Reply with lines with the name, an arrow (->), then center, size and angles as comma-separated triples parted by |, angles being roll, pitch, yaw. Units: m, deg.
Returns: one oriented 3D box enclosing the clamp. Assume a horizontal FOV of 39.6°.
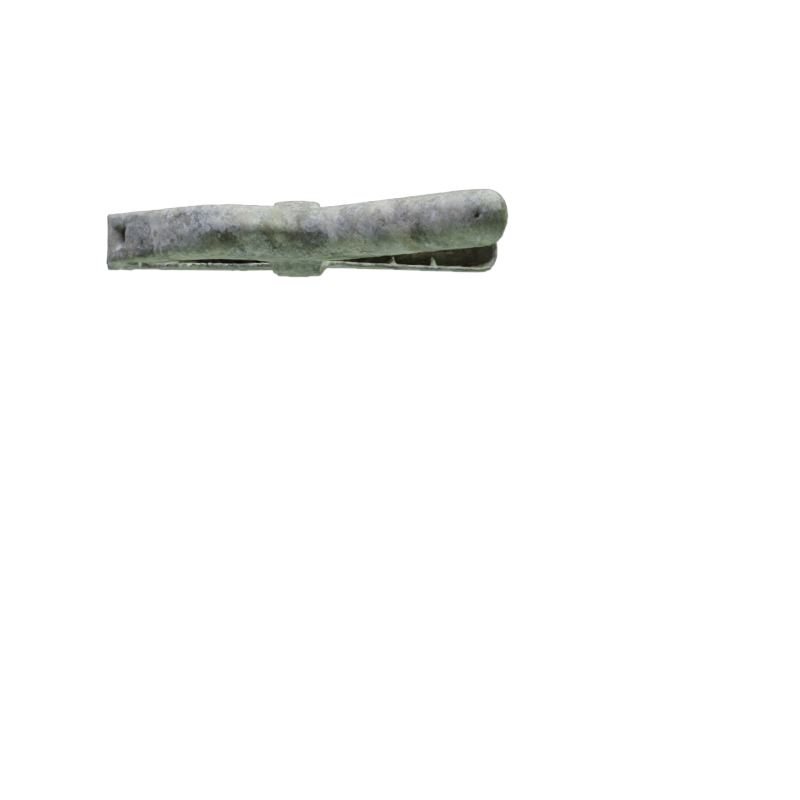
clamp -> -0.045, -0.081, 0.570 | 0.214, 0.037, 0.160 | 0, 0, 13
